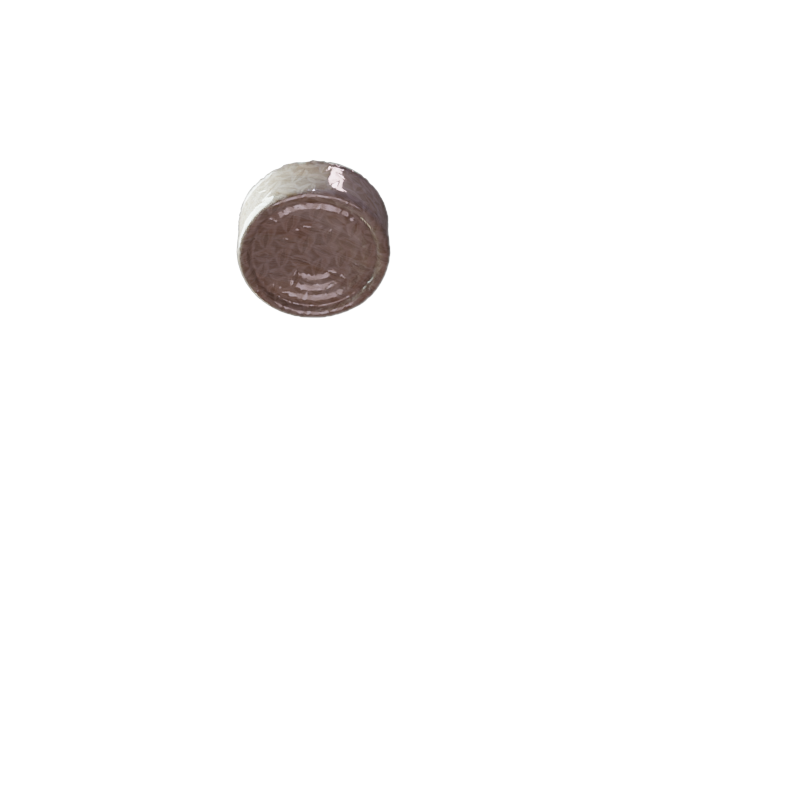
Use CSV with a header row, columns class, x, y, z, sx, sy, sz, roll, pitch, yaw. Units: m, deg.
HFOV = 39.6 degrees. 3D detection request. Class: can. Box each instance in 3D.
class,x,y,z,sx,sy,sz,roll,pitch,yaw
can,-0.048,-0.088,0.619,0.086,0.080,0.036,1,35,-1
